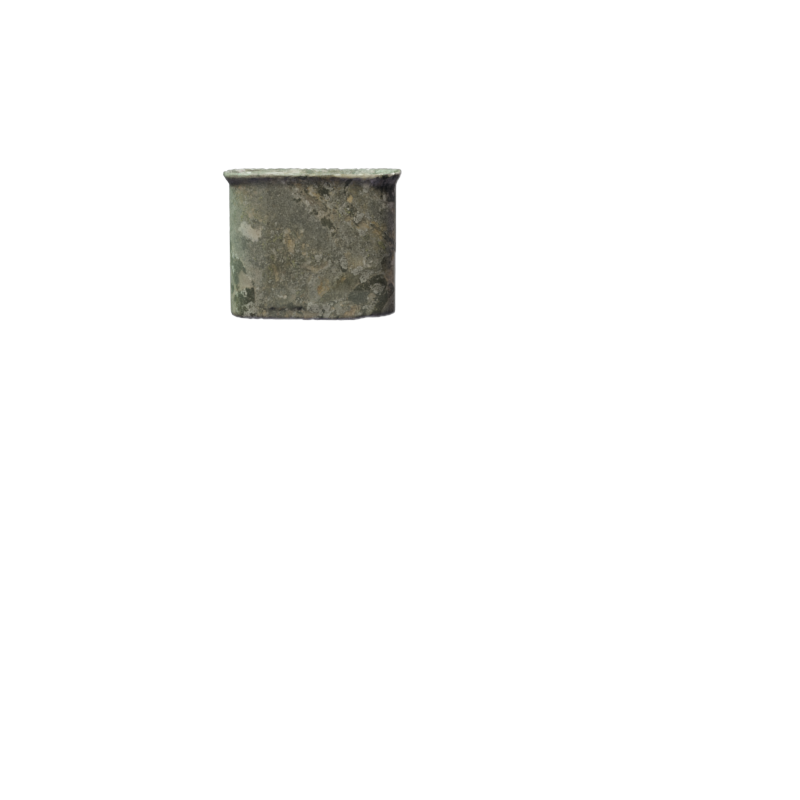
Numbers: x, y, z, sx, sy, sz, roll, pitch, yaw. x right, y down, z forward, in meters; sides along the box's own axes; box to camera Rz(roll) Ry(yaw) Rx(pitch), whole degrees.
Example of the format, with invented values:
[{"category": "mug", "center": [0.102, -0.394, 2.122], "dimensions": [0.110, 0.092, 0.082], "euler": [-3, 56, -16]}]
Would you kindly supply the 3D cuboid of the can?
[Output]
[{"category": "can", "center": [-0.051, -0.092, 0.646], "dimensions": [0.102, 0.082, 0.058], "euler": [1, 10, 4]}]
